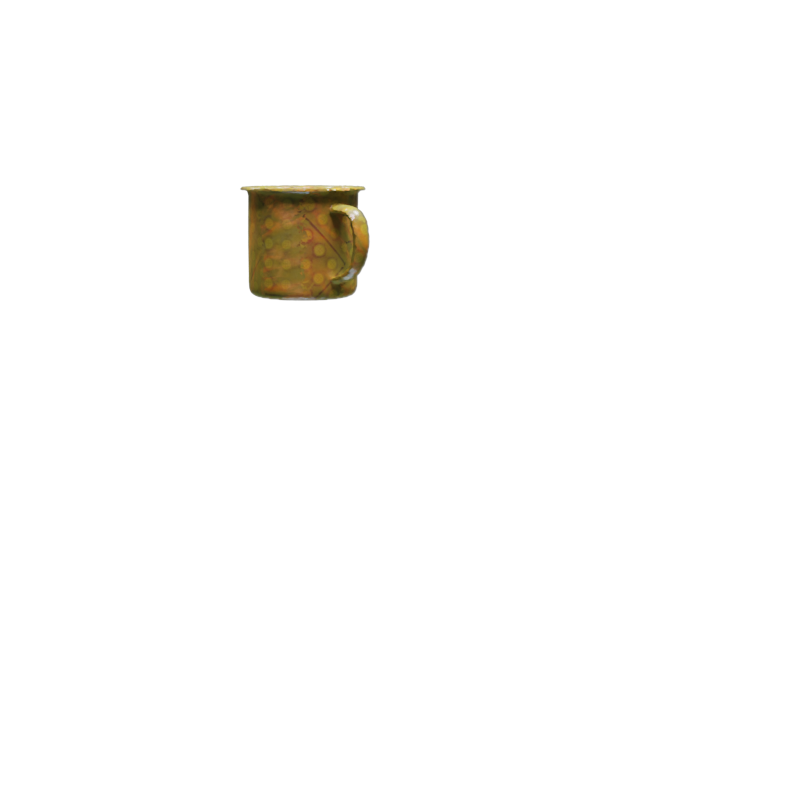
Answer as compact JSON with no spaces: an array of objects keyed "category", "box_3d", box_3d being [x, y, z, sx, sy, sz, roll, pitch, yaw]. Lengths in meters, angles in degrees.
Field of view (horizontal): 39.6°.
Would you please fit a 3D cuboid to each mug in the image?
[{"category":"mug","box_3d":[-0.064,-0.117,0.819,0.090,0.080,0.123,-8,12,-42]}]
